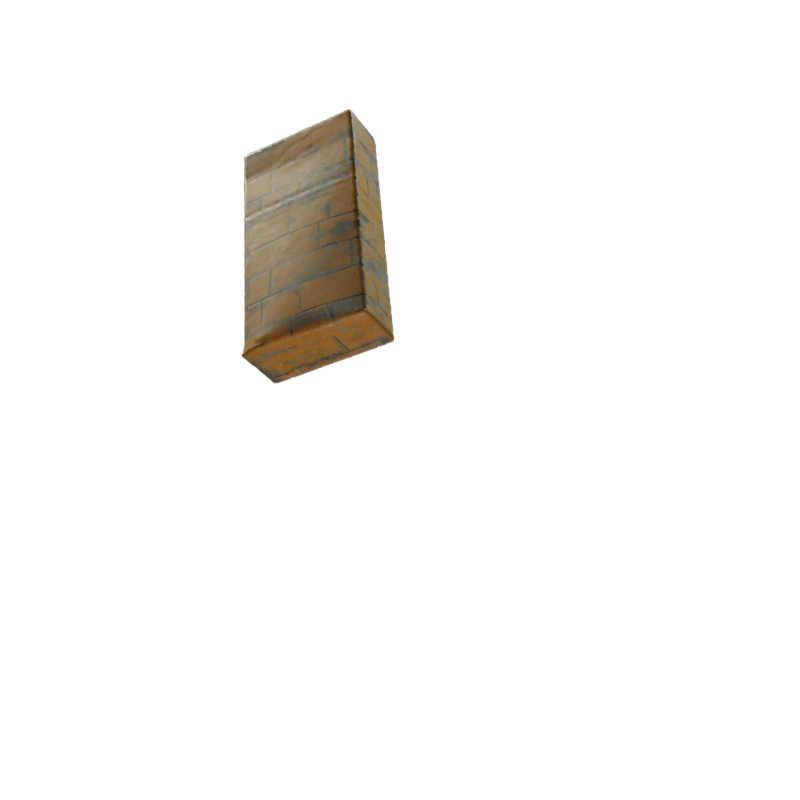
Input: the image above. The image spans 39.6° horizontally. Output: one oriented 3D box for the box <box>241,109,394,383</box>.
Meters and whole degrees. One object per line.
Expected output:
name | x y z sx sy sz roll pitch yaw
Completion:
box | -0.058 -0.107 0.748 0.094 0.189 0.044 -20 -40 21
